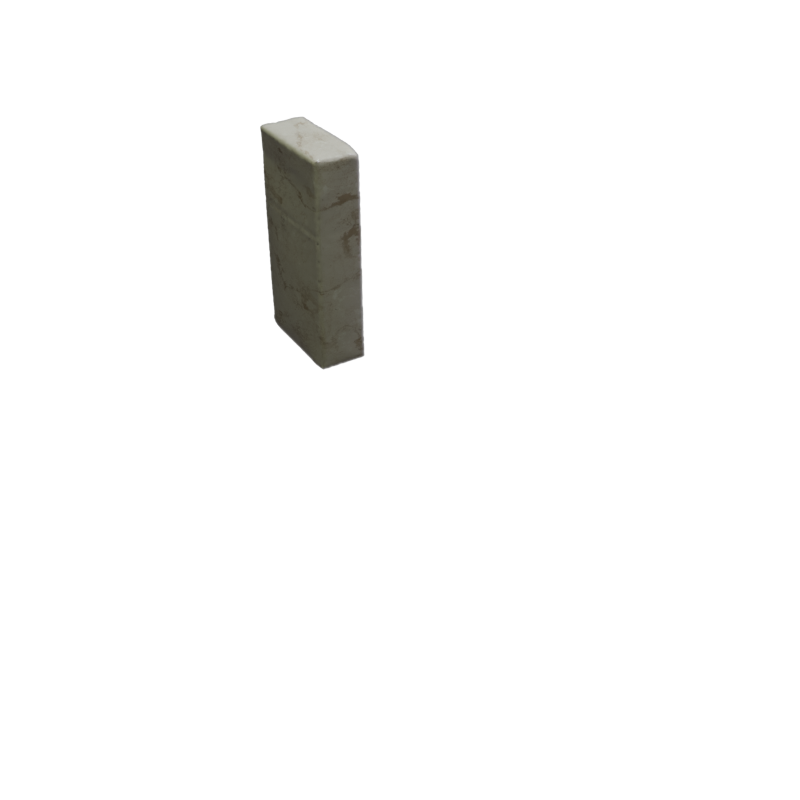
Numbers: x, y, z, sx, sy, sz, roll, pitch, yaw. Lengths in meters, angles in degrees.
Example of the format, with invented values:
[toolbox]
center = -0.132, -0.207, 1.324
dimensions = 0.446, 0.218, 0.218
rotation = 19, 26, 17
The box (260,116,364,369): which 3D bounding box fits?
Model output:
[box]
center = -0.068, -0.124, 0.868
dimensions = 0.047, 0.166, 0.100
rotation = -13, 32, -27
